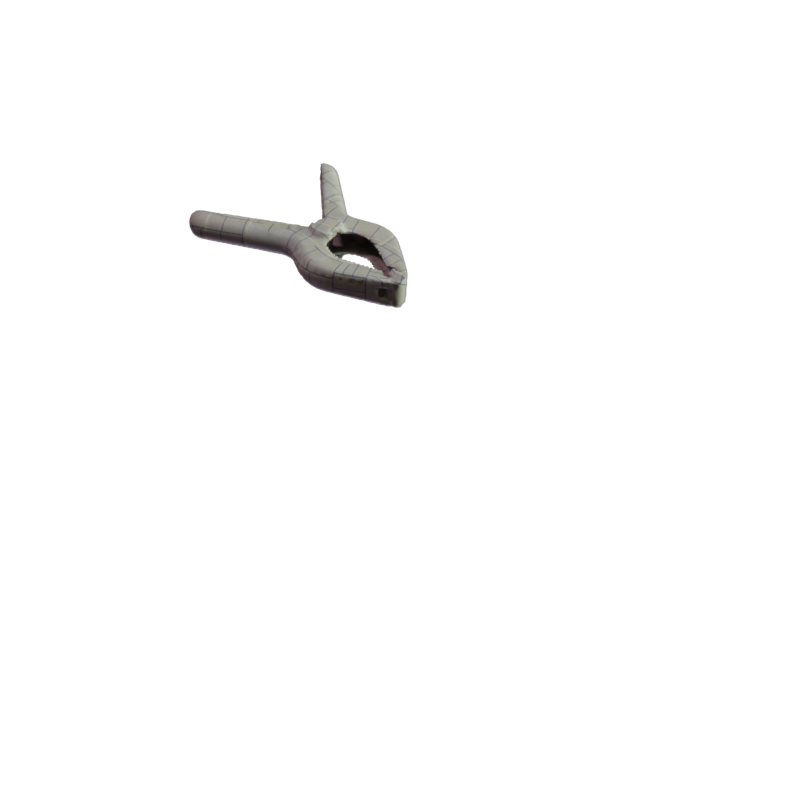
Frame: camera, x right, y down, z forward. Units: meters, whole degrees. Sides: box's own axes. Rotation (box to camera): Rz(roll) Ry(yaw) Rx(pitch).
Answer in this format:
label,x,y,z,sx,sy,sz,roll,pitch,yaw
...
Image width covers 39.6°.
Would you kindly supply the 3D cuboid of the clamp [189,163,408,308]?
label,x,y,z,sx,sy,sz,roll,pitch,yaw
clamp,-0.077,-0.140,0.979,0.163,0.034,0.227,-22,44,-25
